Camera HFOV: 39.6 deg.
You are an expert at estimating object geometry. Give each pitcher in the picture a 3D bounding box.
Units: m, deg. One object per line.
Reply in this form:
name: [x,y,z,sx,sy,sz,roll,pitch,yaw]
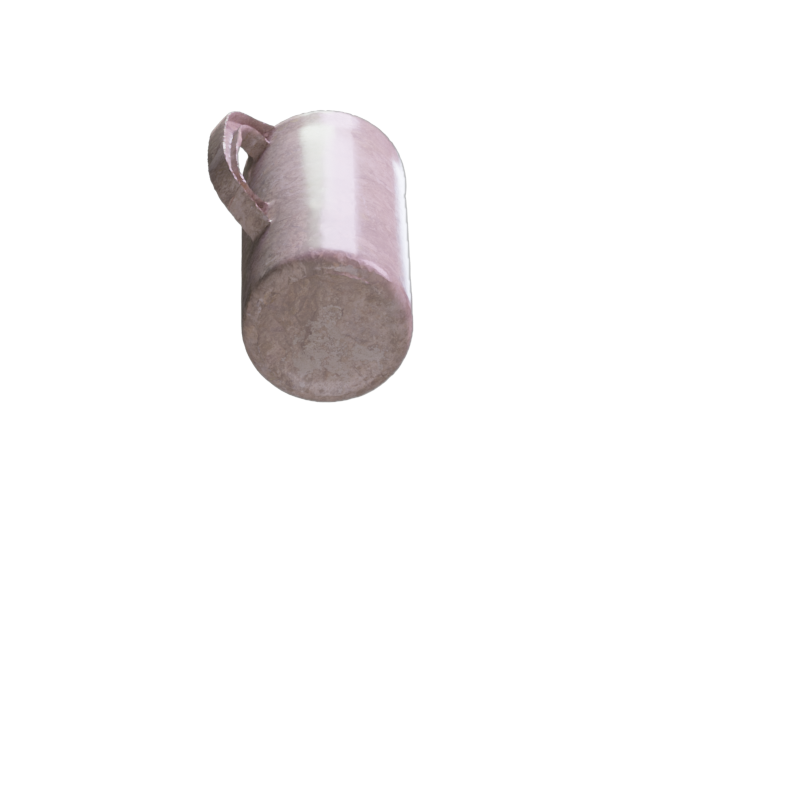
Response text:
pitcher: [-0.062,-0.113,0.788,0.149,0.136,0.258,-3,31,-2]
